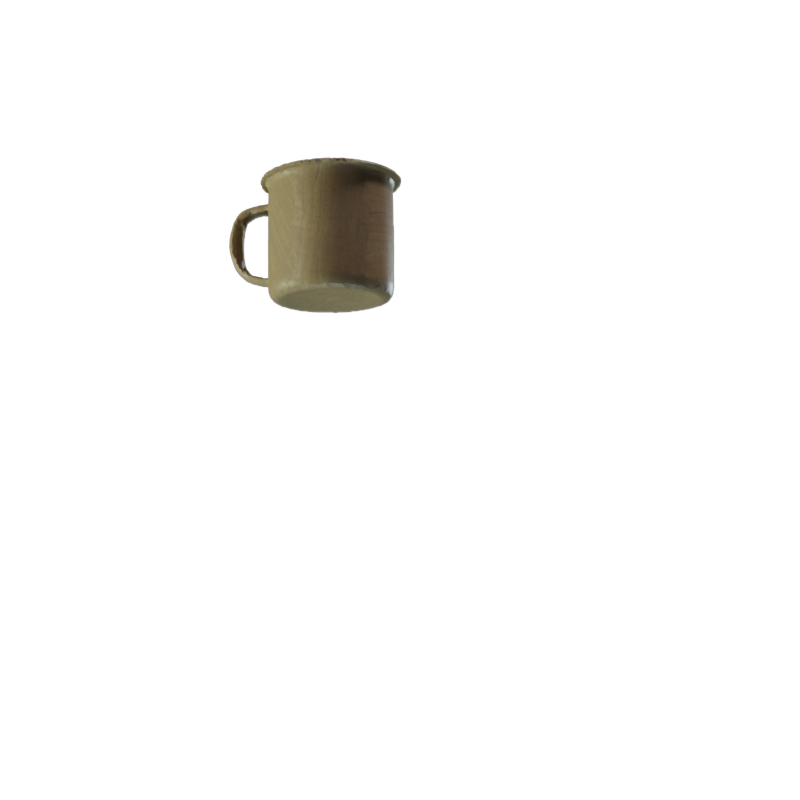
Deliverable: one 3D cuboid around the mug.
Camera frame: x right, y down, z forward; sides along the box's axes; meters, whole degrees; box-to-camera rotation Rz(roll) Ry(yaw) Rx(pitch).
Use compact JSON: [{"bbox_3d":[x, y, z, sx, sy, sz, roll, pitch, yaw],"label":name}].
[{"bbox_3d":[-0.057,-0.104,0.725,0.119,0.084,0.089,-3,-12,14],"label":"mug"}]
